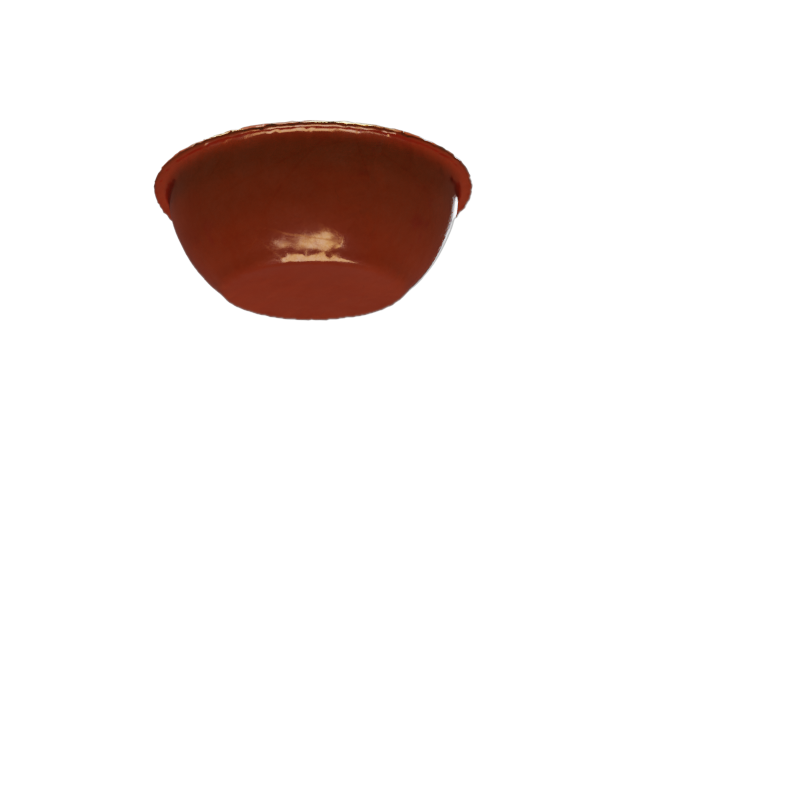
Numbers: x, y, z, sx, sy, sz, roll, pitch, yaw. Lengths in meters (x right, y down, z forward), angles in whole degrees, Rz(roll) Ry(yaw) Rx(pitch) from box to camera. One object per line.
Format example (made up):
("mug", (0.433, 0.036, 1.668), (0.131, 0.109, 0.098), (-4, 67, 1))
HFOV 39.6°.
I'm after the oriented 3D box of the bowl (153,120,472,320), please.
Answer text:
("bowl", (-0.043, -0.079, 0.556), (0.162, 0.057, 0.156), (0, -15, -2))
